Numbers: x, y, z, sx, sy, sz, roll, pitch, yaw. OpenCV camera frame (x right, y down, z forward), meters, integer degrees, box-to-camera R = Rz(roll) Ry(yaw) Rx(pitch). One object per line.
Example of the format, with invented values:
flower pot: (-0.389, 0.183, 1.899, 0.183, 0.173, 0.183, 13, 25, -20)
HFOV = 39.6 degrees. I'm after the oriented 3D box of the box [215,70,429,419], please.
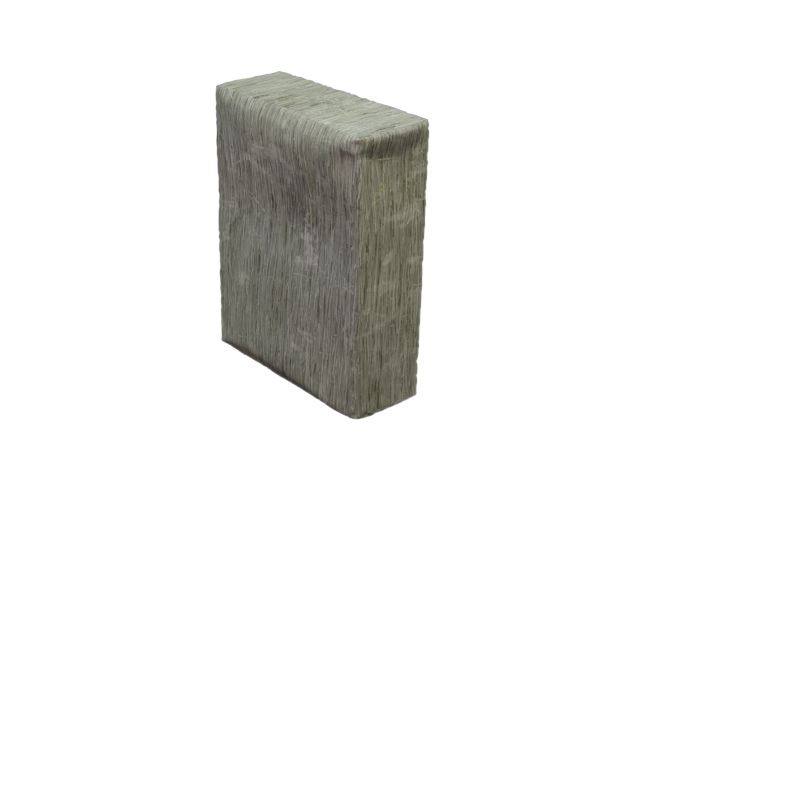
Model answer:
box: (-0.063, -0.115, 0.809, 0.071, 0.202, 0.175, -19, 33, -37)
